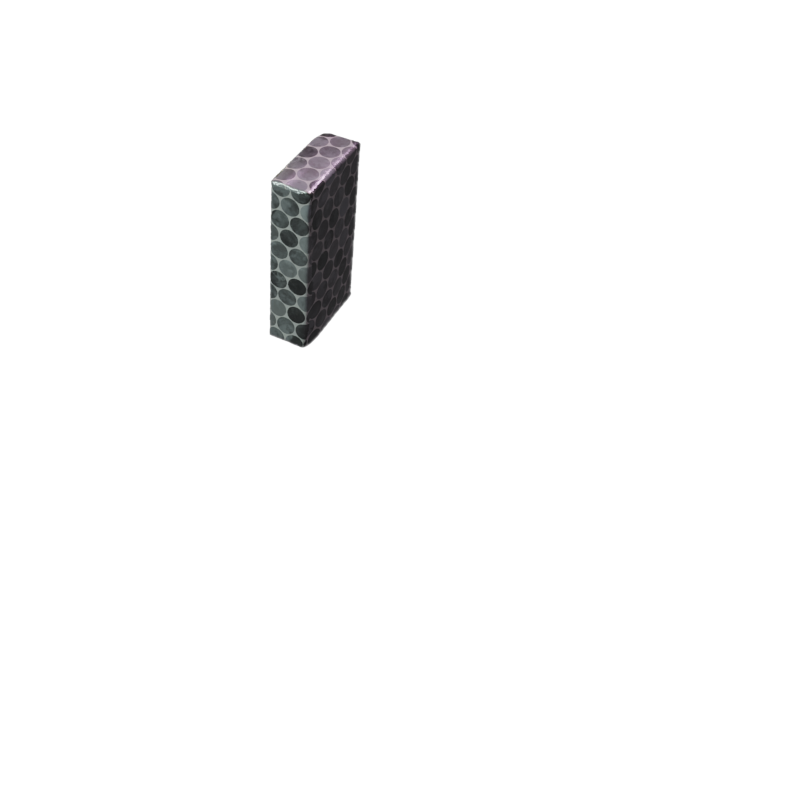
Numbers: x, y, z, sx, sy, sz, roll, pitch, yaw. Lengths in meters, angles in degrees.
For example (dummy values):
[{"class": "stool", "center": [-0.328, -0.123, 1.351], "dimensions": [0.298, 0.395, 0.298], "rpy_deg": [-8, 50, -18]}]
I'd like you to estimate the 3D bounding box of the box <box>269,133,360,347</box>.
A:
[{"class": "box", "center": [-0.078, -0.141, 0.988], "dimensions": [0.050, 0.164, 0.096], "rpy_deg": [19, 43, 18]}]
